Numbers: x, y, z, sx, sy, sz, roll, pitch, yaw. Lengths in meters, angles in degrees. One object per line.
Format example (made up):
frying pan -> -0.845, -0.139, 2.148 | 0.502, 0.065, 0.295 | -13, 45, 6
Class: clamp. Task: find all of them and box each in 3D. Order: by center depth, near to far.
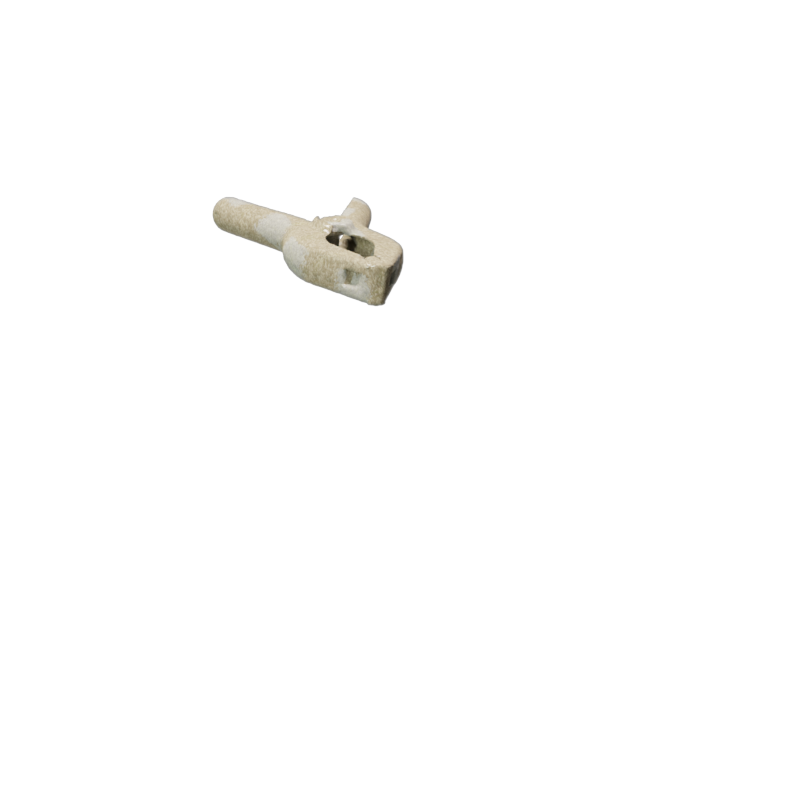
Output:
clamp -> -0.059, -0.107, 0.749 | 0.118, 0.037, 0.182 | -6, 23, -14
